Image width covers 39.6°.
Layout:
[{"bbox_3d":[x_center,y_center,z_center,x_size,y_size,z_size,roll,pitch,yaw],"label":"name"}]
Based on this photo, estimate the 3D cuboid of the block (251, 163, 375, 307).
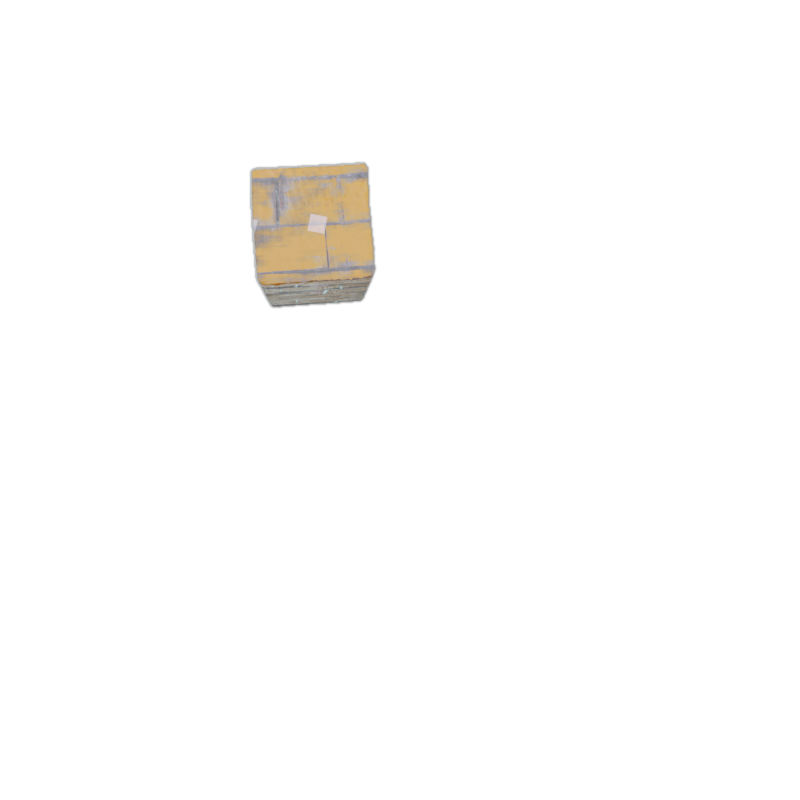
[{"bbox_3d":[-0.073,-0.132,0.931,0.090,0.091,0.204,-4,-1,-4],"label":"block"}]
